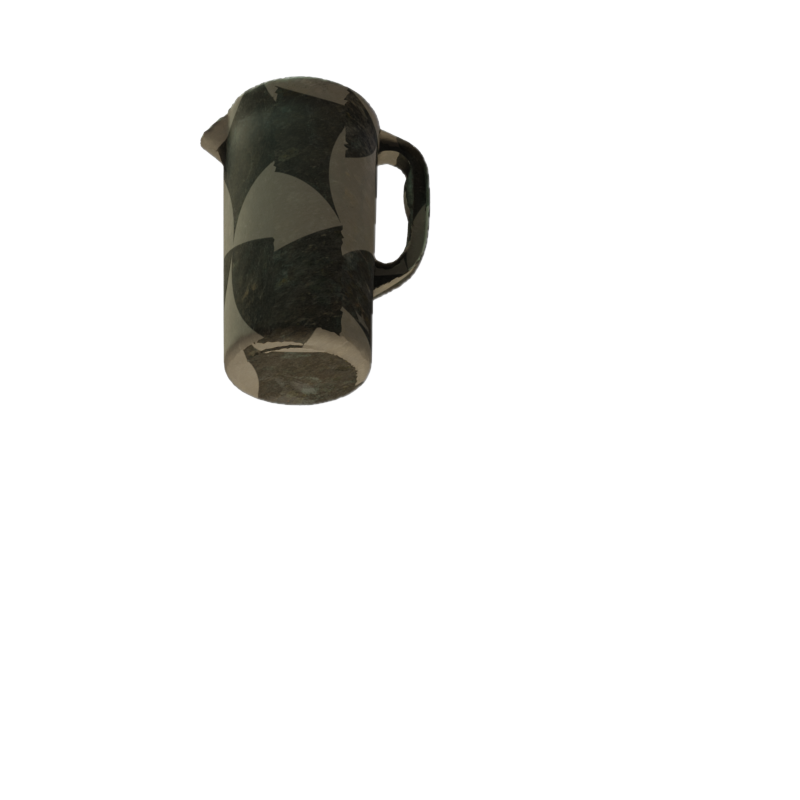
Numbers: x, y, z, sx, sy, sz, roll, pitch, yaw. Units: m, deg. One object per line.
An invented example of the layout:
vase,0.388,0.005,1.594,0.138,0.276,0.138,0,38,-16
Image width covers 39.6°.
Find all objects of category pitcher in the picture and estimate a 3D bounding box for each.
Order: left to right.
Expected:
pitcher,-0.068,-0.124,0.870,0.150,0.259,0.135,-22,-37,29
